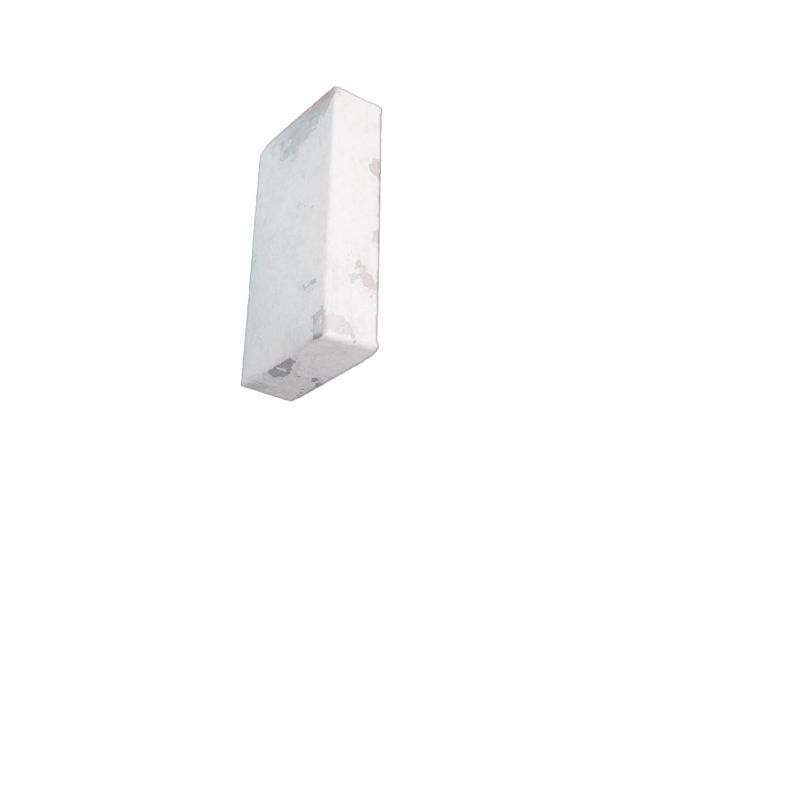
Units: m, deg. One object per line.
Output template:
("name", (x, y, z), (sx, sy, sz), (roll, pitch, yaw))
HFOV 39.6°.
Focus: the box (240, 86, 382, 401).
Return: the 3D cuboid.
("box", (-0.054, -0.098, 0.690), (0.045, 0.187, 0.093), (19, -34, -34))
